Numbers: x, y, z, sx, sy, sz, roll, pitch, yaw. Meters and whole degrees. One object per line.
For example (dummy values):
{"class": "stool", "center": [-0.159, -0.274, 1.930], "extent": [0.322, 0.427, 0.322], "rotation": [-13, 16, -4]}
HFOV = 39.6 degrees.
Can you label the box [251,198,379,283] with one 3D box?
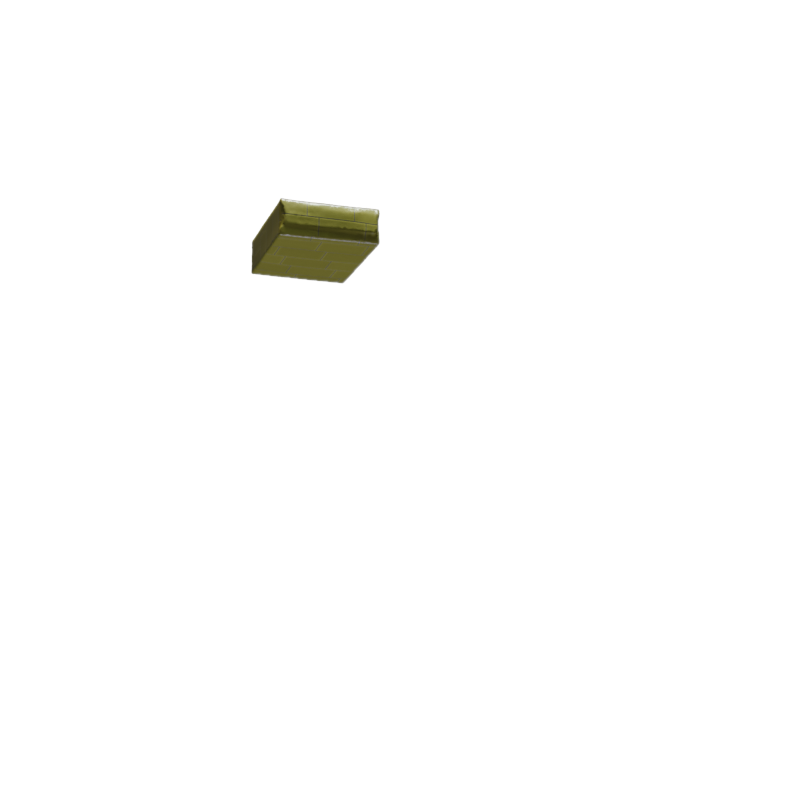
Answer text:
{"class": "box", "center": [-0.063, -0.114, 0.800], "extent": [0.071, 0.031, 0.088], "rotation": [5, -16, -18]}
